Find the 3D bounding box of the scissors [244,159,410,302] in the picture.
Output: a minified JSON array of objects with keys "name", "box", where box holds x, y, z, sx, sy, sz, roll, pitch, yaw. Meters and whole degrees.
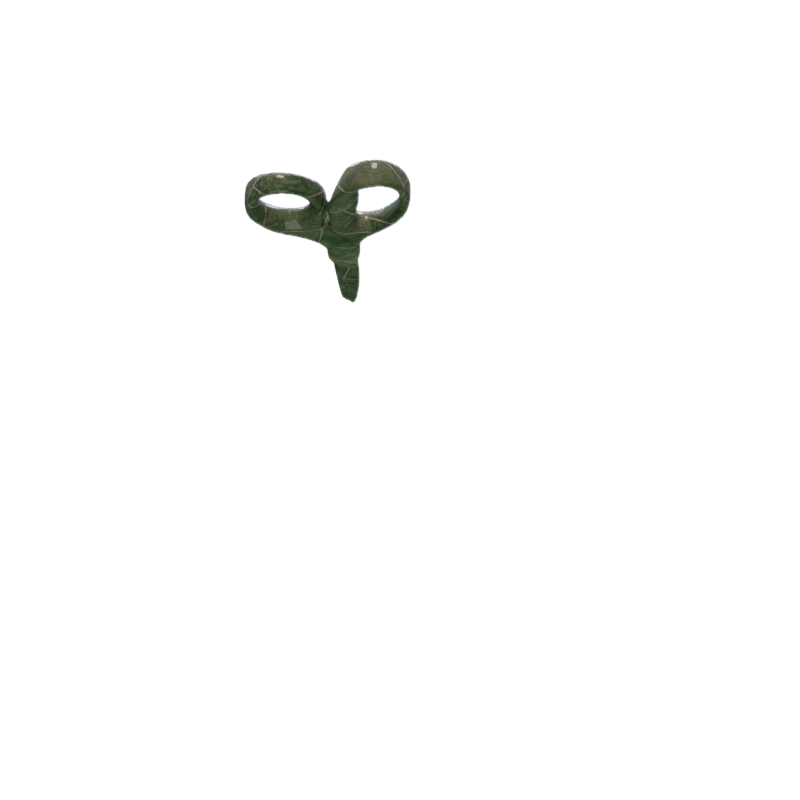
[{"name":"scissors","box":[-0.050,-0.092,0.642,0.094,0.016,0.197,4,-15,-14]}]
